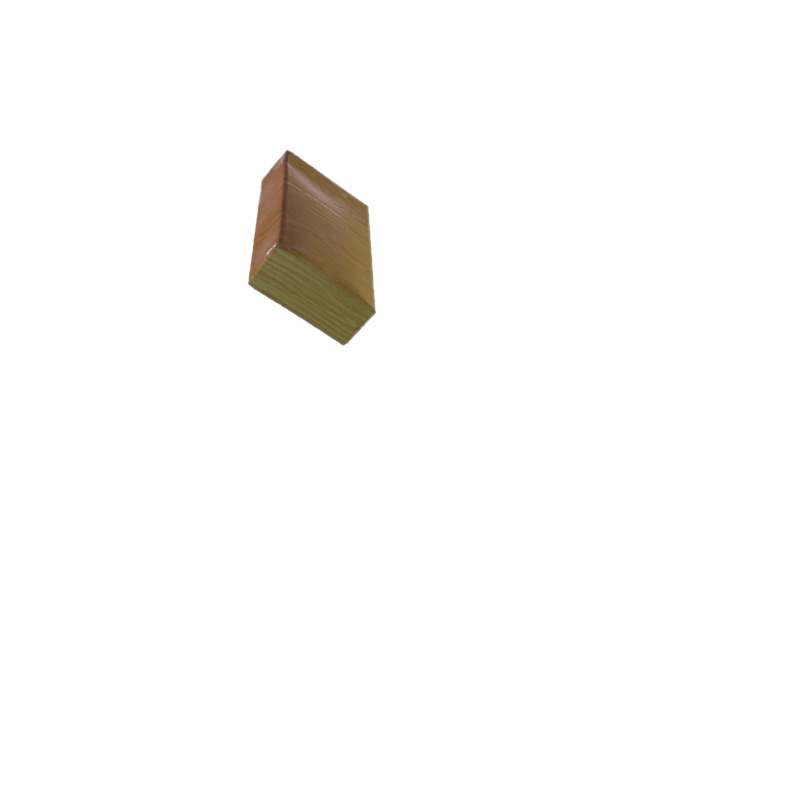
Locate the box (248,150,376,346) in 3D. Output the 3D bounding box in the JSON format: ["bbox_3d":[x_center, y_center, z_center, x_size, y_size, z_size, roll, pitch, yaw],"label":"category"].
[{"bbox_3d":[-0.069,-0.126,0.886,0.089,0.047,0.187,32,25,-21],"label":"box"}]
